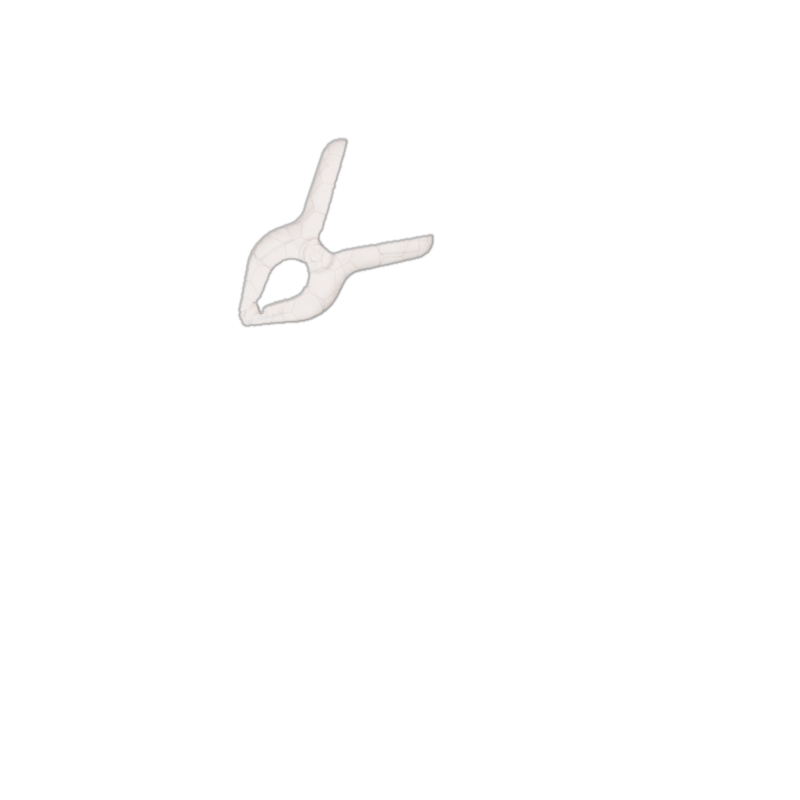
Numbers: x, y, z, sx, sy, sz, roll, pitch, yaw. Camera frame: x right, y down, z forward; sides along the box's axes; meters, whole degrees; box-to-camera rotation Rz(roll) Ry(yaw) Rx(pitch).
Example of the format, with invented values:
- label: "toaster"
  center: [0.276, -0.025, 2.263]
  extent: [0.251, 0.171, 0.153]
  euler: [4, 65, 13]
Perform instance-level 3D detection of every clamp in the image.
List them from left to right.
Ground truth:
- label: "clamp"
  center: [-0.072, -0.131, 0.917]
  extent: [0.171, 0.123, 0.038]
  euler: [-34, -7, -5]
